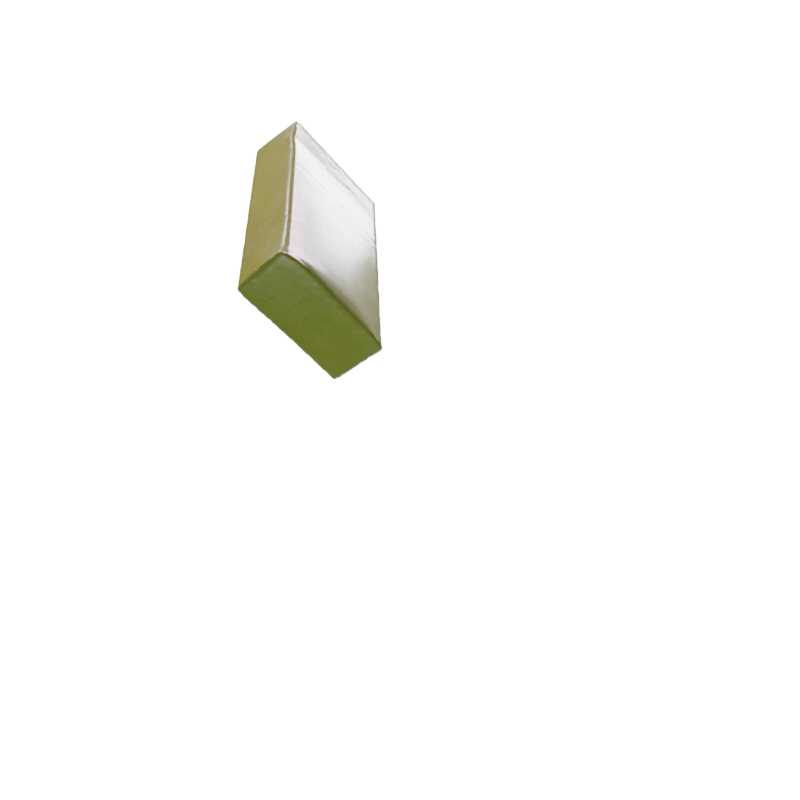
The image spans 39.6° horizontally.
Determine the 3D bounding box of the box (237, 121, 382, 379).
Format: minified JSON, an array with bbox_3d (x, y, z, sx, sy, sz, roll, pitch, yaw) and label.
[{"bbox_3d":[-0.058,-0.105,0.737,0.048,0.088,0.188,-36,30,20],"label":"box"}]
